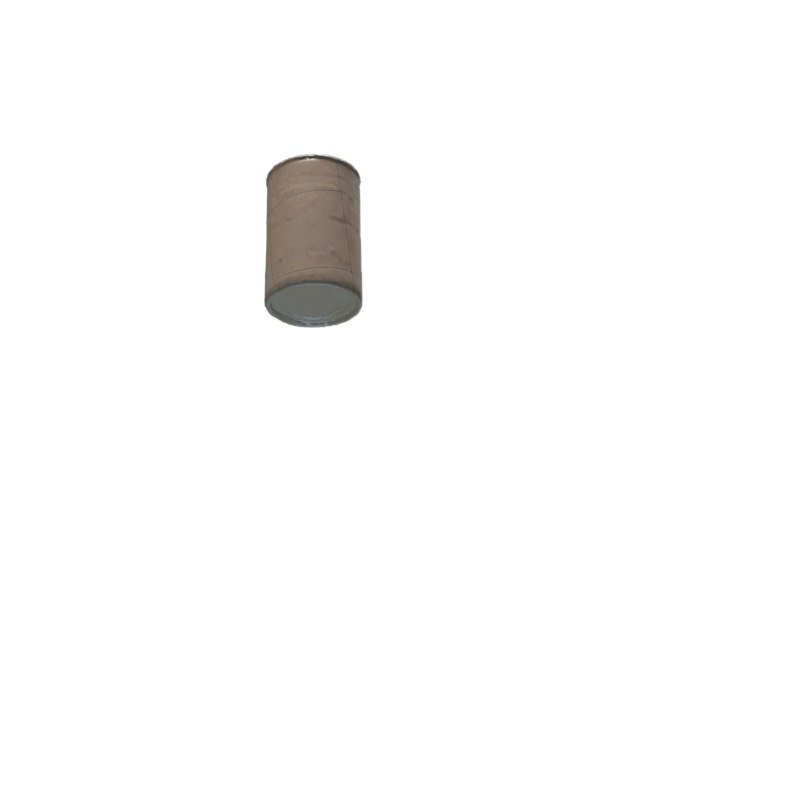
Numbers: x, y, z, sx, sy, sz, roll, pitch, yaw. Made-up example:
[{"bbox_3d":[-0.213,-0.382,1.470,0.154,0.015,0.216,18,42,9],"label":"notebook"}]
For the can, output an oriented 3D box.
[{"bbox_3d":[-0.060,-0.110,0.768,0.068,0.109,0.065,0,-27,-2],"label":"can"}]
